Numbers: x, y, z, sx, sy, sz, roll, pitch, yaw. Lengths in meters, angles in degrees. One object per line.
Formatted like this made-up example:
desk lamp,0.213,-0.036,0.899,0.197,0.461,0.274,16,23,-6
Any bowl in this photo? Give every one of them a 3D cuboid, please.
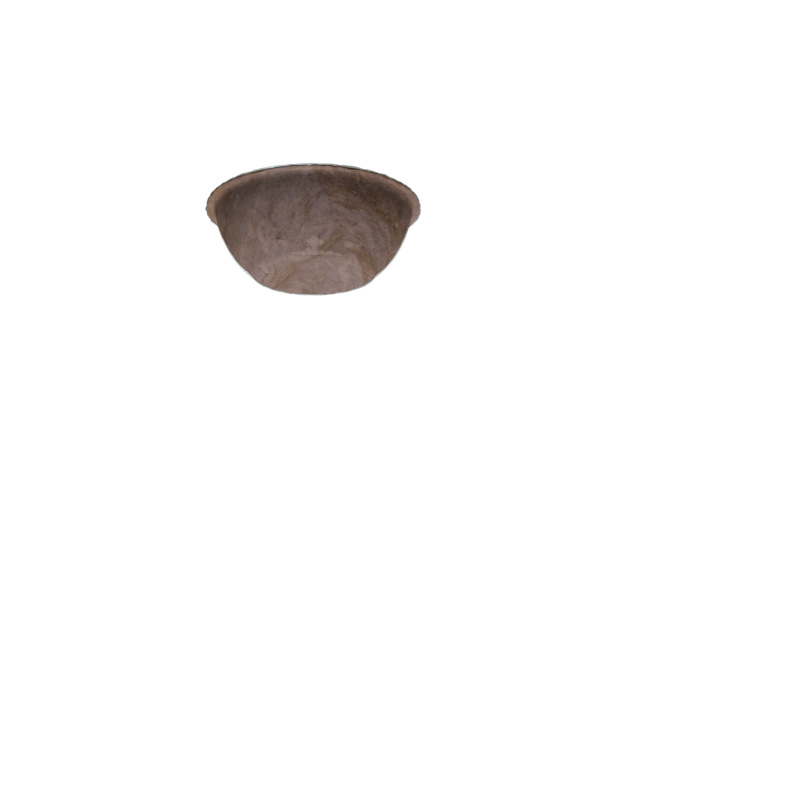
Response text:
bowl,-0.065,-0.118,0.826,0.162,0.057,0.156,0,-15,-2
